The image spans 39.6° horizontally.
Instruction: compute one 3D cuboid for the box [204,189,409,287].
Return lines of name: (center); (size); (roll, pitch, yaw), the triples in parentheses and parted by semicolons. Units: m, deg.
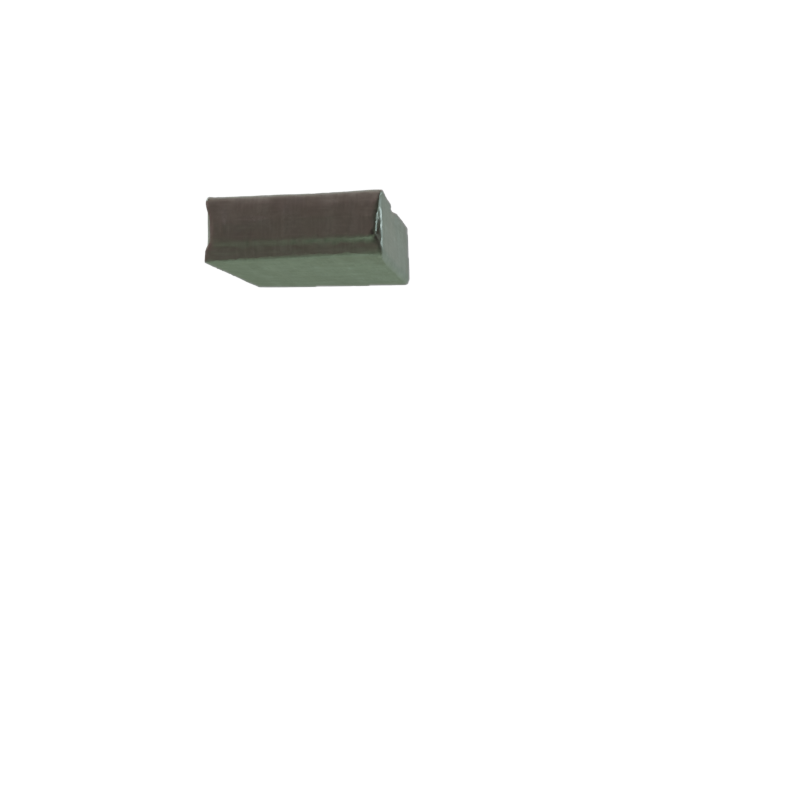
box: (-0.038, -0.069, 0.480); (0.074, 0.031, 0.087); (-1, -3, 10)
